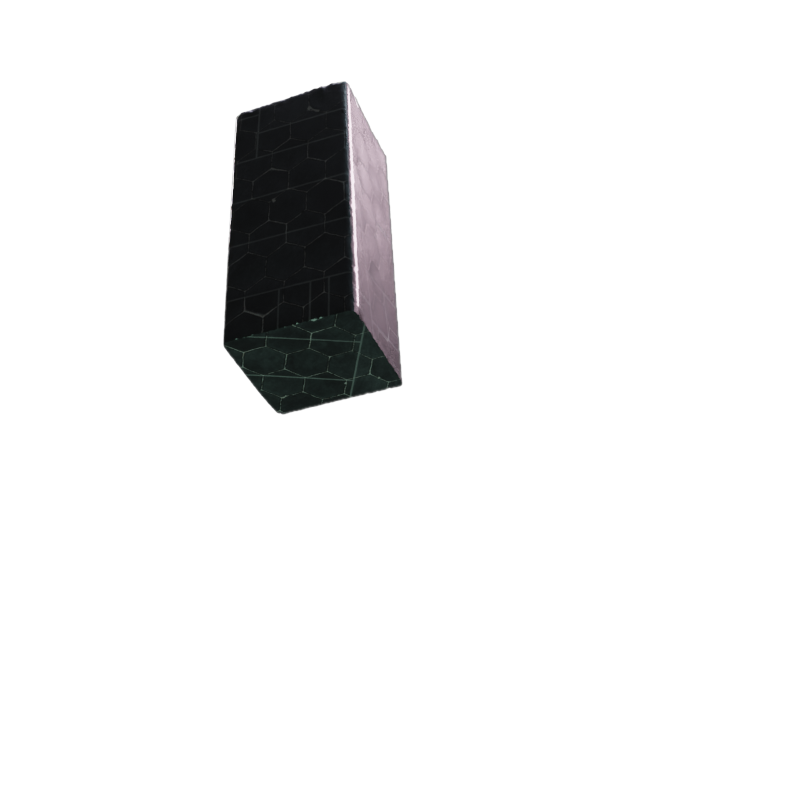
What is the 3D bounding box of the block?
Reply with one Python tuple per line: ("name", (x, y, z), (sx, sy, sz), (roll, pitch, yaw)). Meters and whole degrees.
("block", (-0.060, -0.109, 0.760), (0.091, 0.221, 0.083), (-15, -39, 15))
